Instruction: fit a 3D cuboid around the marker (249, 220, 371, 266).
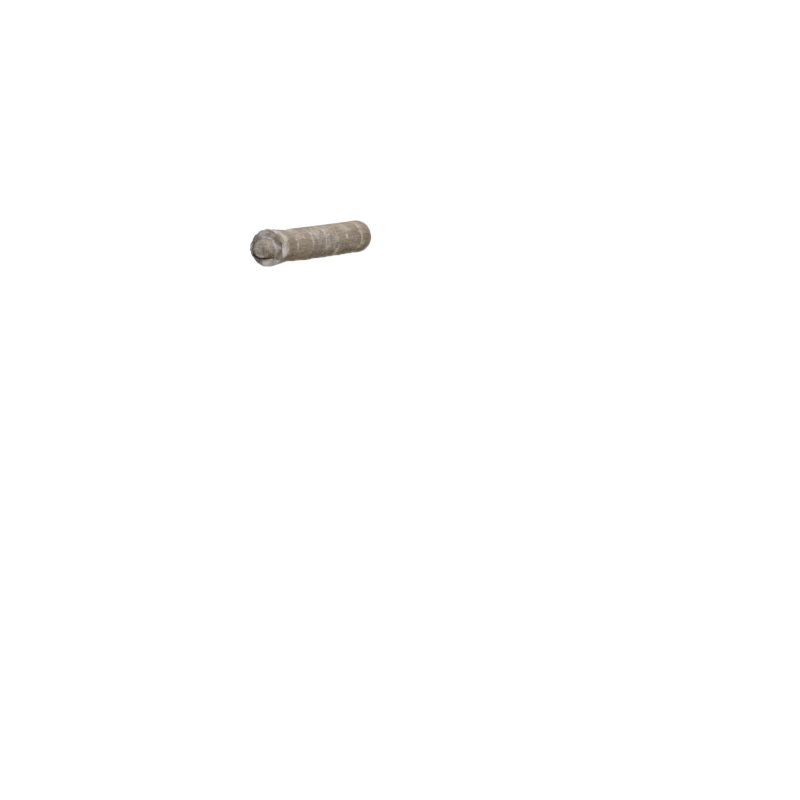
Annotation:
[{"bbox_3d":[-0.047,-0.085,0.597,0.020,0.019,0.119,2,11,21],"label":"marker"}]
